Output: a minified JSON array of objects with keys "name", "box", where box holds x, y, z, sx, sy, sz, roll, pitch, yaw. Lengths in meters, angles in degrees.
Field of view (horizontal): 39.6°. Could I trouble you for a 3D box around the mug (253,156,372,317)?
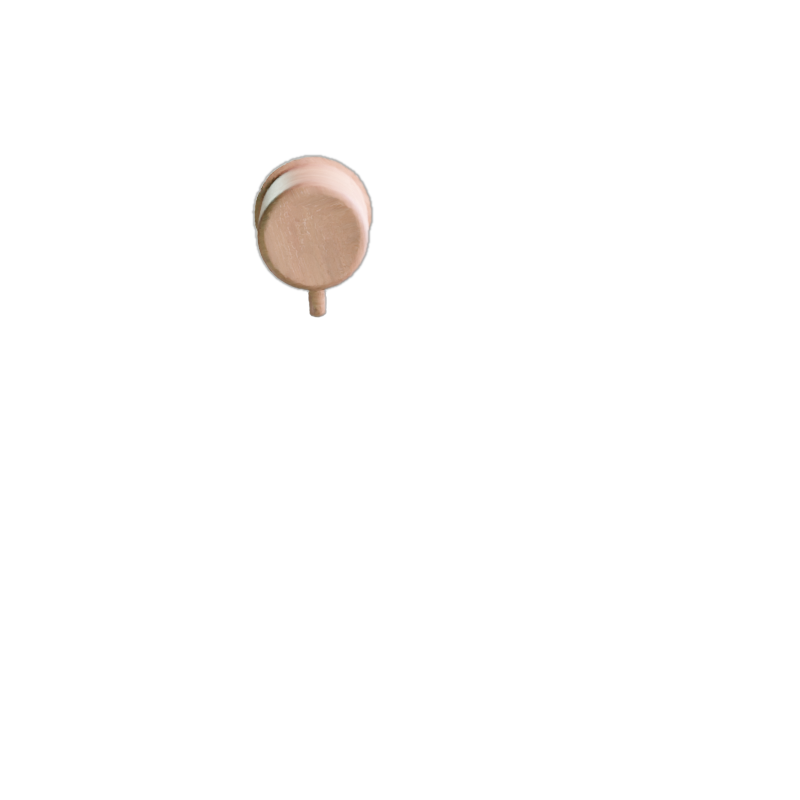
[{"name":"mug","box":[-0.065,-0.119,0.834,0.093,0.113,0.085,0,17,-2]}]
